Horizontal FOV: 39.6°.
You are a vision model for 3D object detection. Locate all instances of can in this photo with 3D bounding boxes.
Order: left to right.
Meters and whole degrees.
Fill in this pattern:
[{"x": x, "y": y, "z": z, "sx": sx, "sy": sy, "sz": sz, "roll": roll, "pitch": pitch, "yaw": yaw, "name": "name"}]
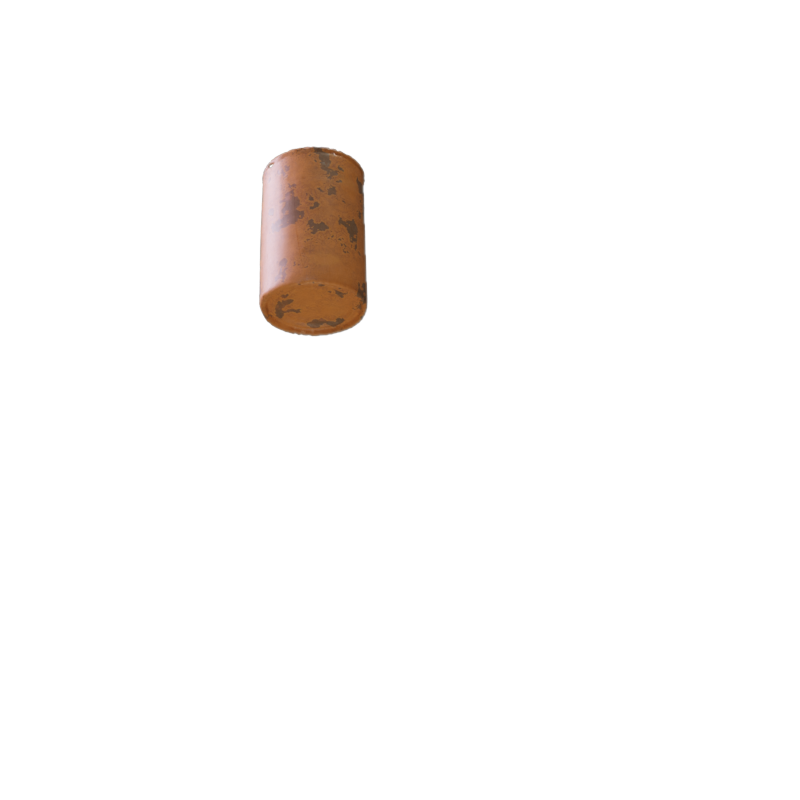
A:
[{"x": -0.055, "y": -0.101, "z": 0.705, "sx": 0.068, "sy": 0.109, "sz": 0.064, "roll": -1, "pitch": -31, "yaw": -2, "name": "can"}]
